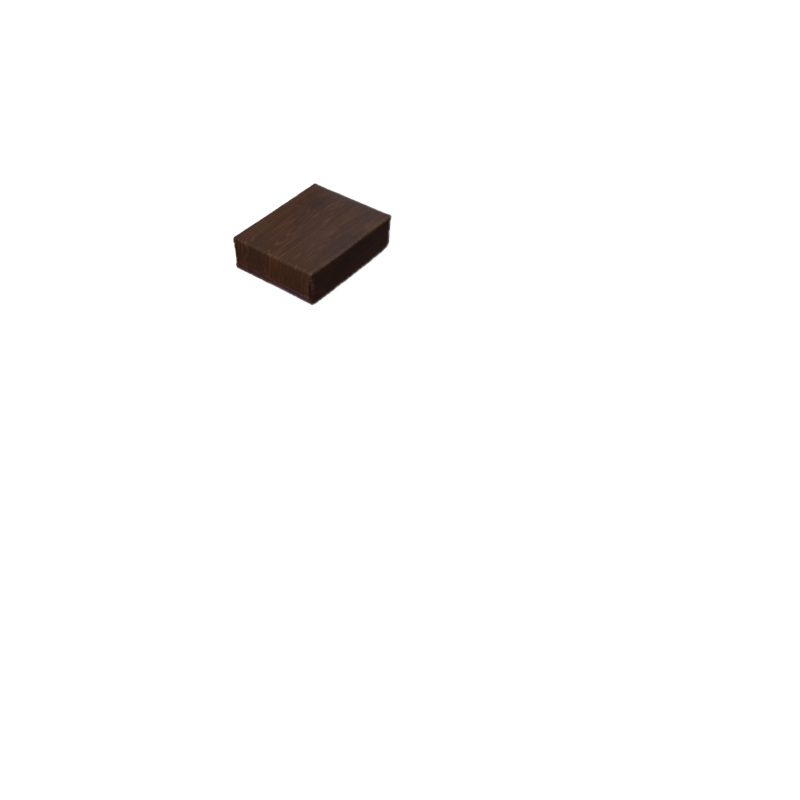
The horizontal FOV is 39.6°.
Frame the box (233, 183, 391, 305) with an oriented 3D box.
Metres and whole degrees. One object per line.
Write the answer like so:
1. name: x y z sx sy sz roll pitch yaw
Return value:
1. box: -0.076 -0.138 0.969 0.095 0.036 0.115 26 46 28
